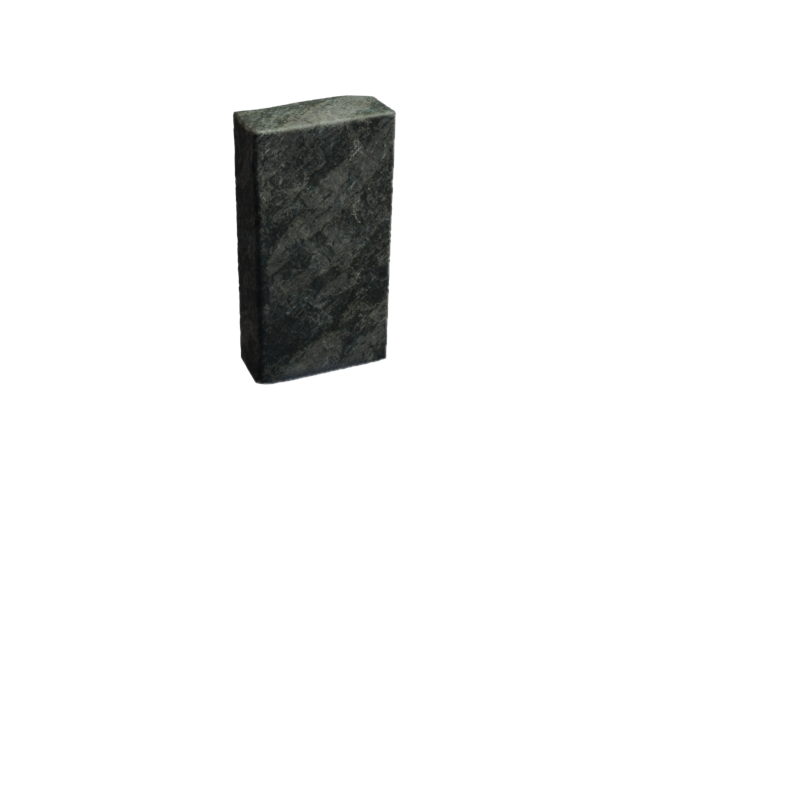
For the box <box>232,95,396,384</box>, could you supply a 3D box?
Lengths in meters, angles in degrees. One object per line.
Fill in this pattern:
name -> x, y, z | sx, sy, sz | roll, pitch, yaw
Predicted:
box -> -0.054, -0.100, 0.696 | 0.092, 0.167, 0.052 | -11, 30, -22
